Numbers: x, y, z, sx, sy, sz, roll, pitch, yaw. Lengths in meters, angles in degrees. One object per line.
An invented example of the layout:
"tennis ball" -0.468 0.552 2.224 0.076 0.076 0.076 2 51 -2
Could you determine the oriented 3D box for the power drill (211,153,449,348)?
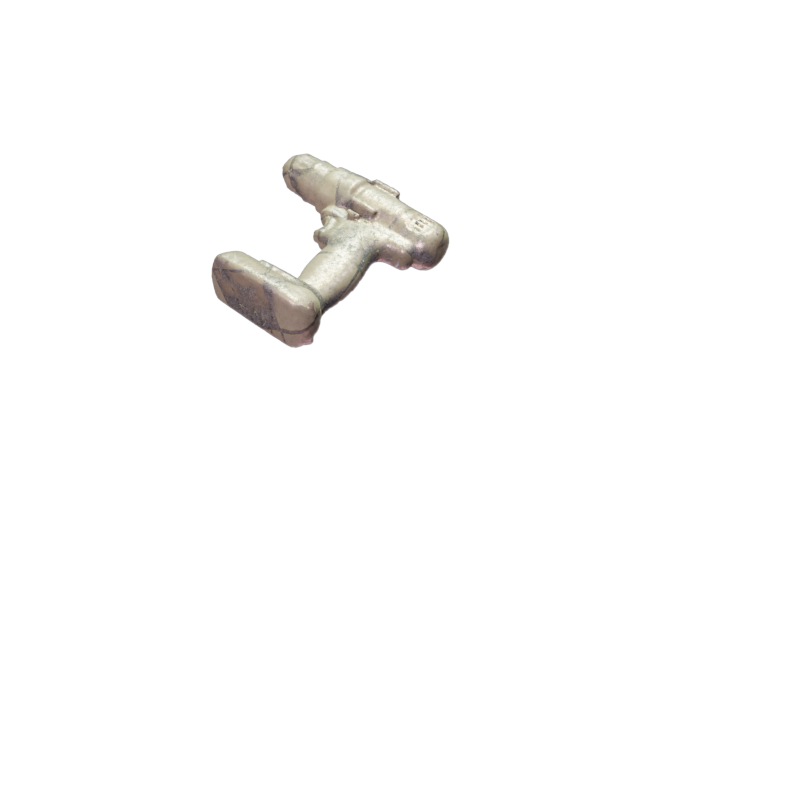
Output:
"power drill" -0.077 -0.141 0.988 0.195 0.053 0.190 31 53 26
